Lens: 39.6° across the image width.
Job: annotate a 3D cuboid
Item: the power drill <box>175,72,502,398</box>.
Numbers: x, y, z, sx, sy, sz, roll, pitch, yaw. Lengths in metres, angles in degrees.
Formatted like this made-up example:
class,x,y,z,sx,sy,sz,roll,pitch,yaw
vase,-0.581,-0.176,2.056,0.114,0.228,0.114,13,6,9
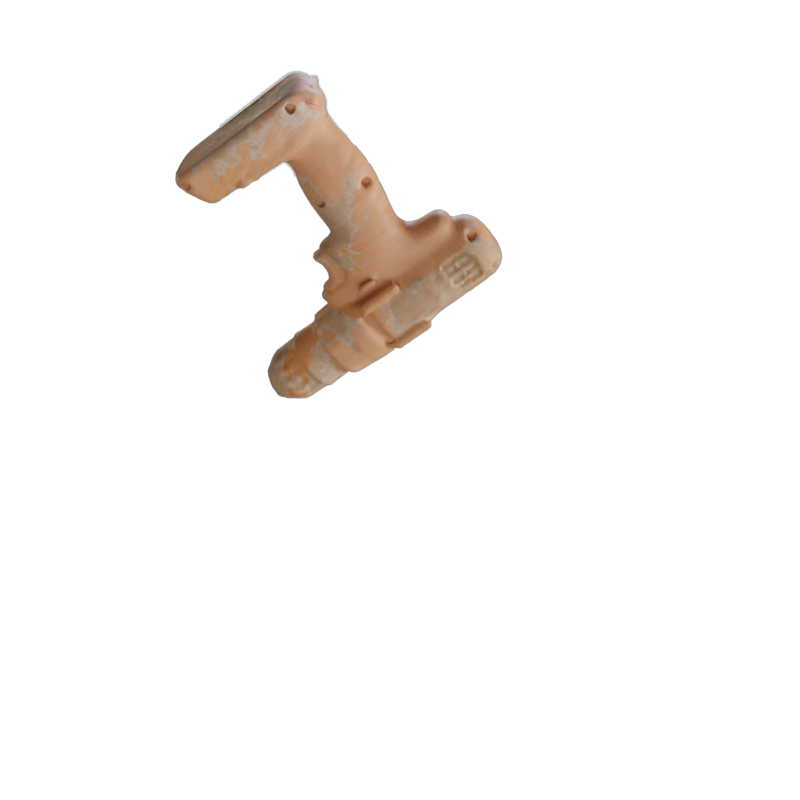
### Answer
class,x,y,z,sx,sy,sz,roll,pitch,yaw
power drill,-0.056,-0.103,0.718,0.183,0.178,0.061,-36,23,17
